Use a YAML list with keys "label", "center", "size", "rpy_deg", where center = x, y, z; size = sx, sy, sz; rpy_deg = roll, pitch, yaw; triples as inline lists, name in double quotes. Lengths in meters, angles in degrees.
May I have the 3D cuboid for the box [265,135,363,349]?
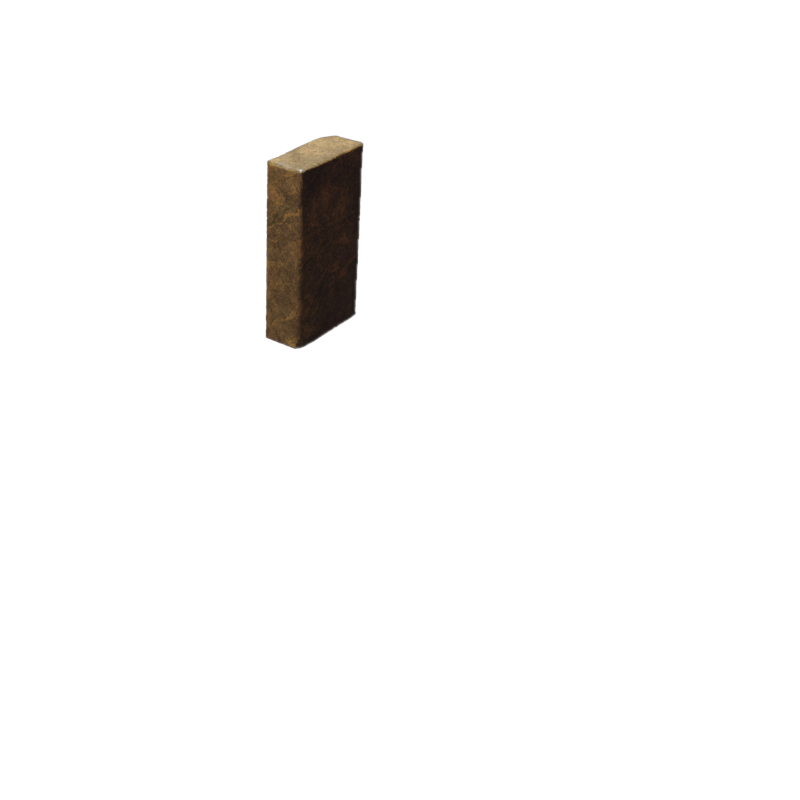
- label: "box"
  center: [-0.078, -0.143, 0.997]
  size: [0.051, 0.167, 0.094]
  rpy_deg: [18, 31, 30]
